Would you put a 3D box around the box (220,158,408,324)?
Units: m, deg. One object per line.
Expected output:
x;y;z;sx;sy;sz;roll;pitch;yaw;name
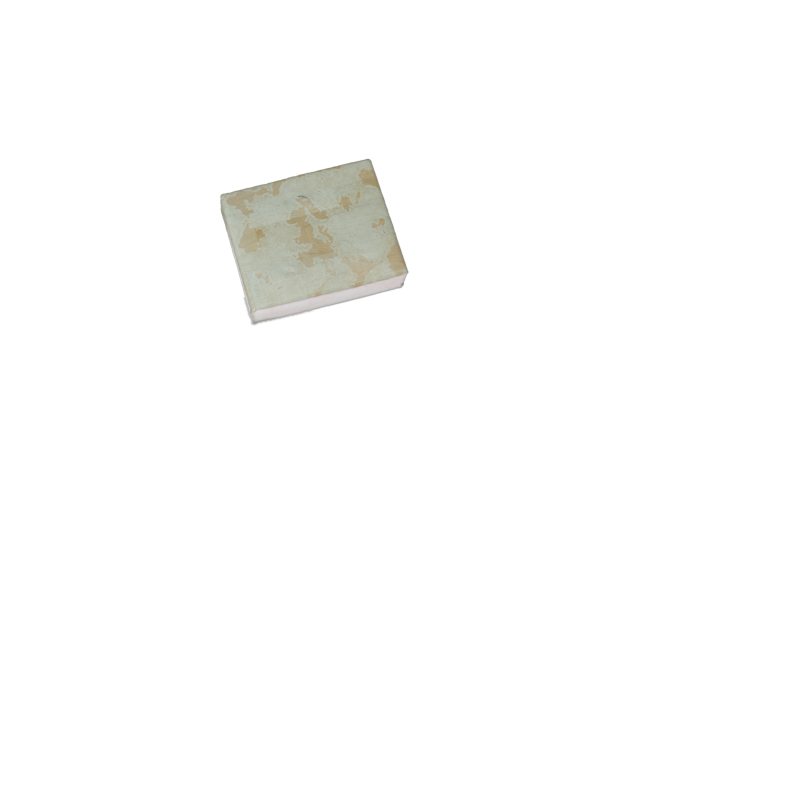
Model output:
-0.061;-0.111;0.774;0.113;0.095;0.037;-16;-20;-6;box
